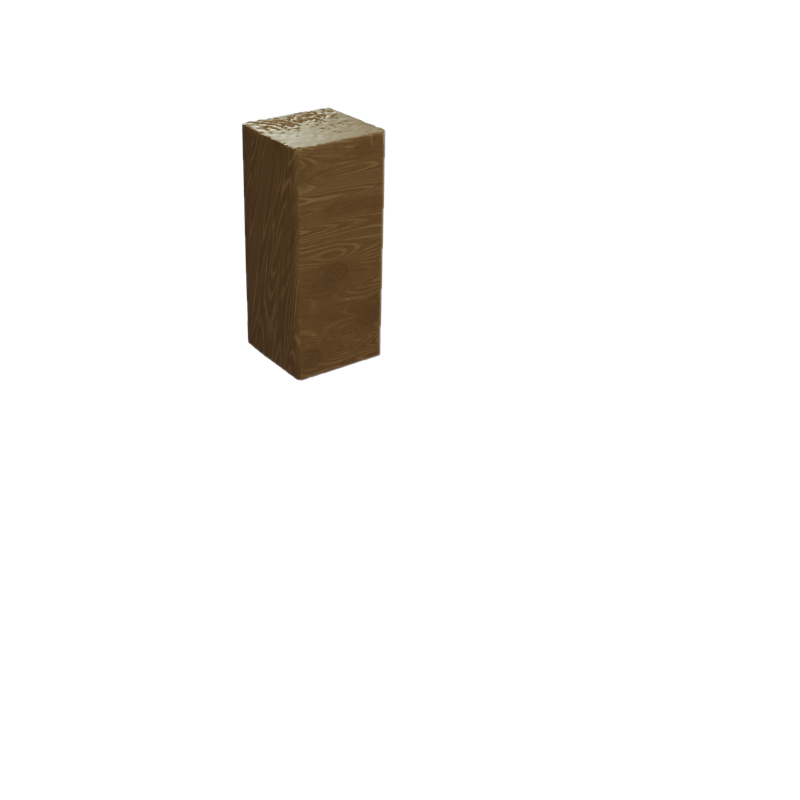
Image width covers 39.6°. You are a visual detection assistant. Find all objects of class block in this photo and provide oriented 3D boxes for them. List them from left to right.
[{"bbox_3d":[-0.074,-0.136,0.951,0.089,0.196,0.097,-15,30,-32],"label":"block"}]
